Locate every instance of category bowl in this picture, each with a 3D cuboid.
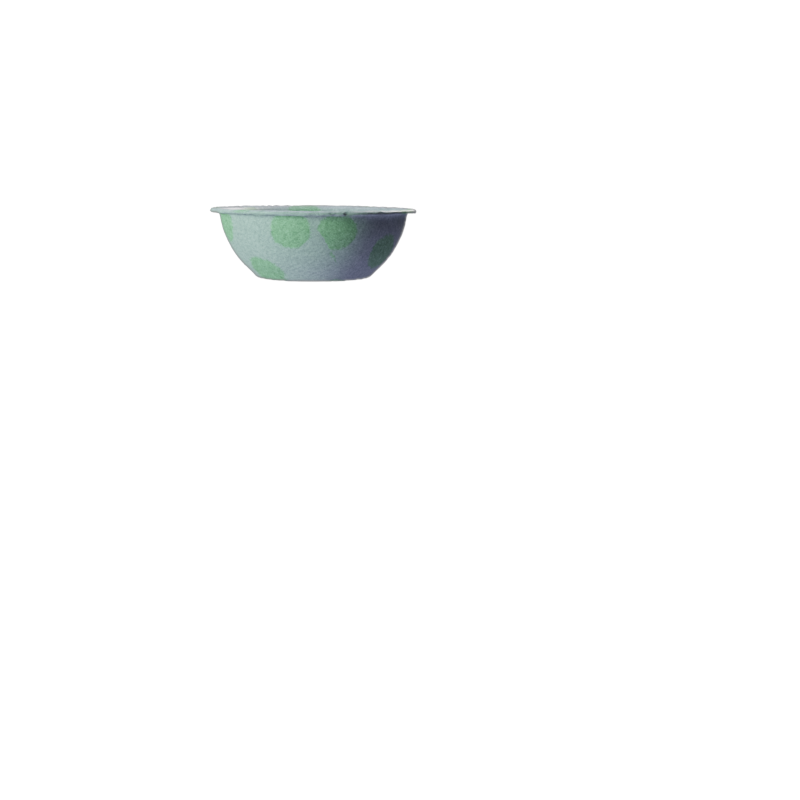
[{"bbox_3d":[-0.068,-0.125,0.874,0.162,0.054,0.165,0,11,-2],"label":"bowl"}]
